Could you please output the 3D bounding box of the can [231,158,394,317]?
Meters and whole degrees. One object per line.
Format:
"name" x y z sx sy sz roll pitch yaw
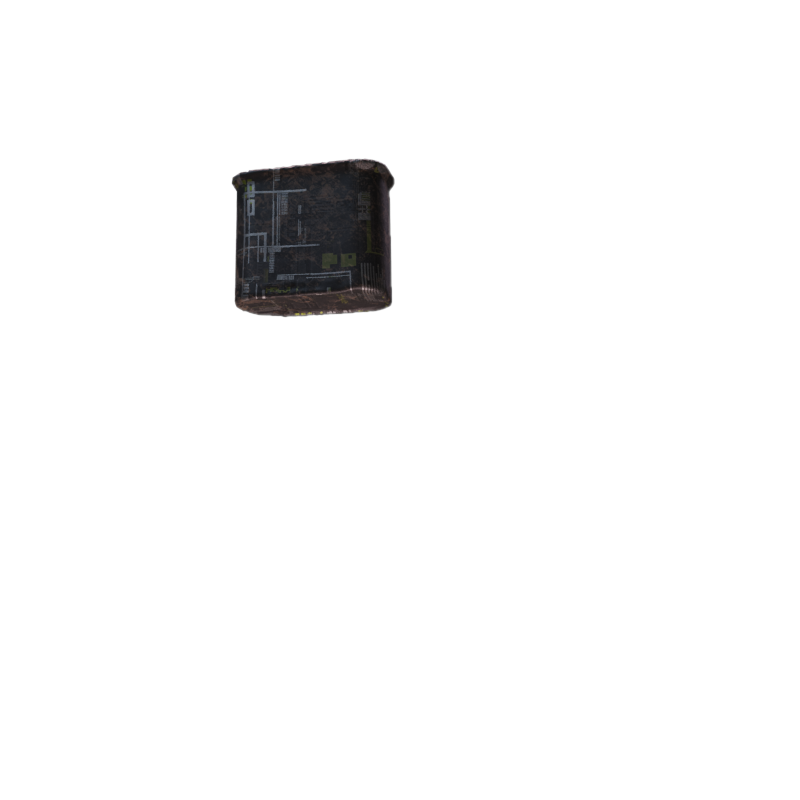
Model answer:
"can" -0.055 -0.100 0.698 0.103 0.087 0.054 -4 -15 14
